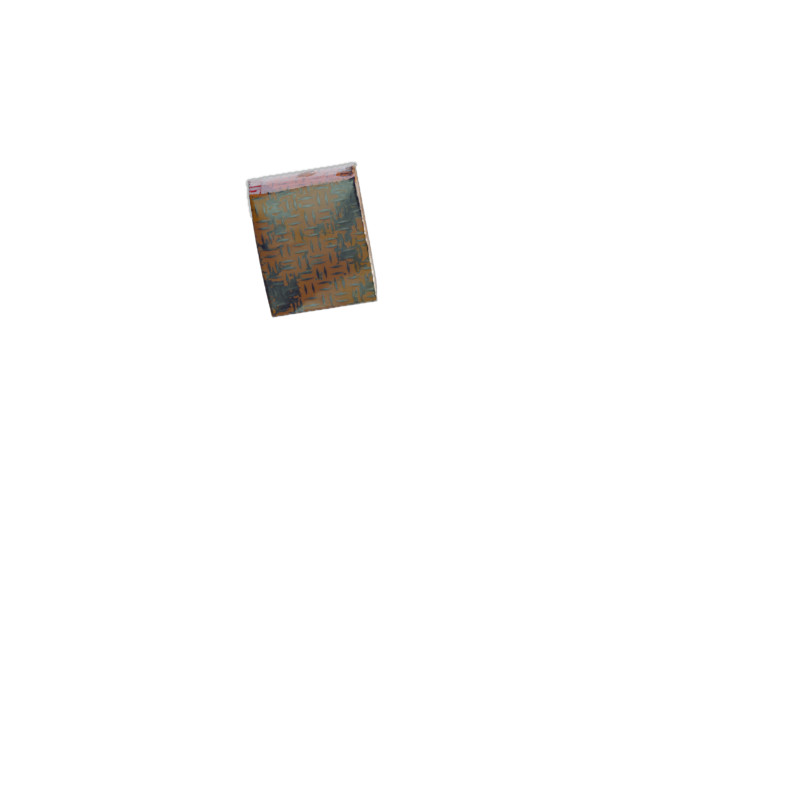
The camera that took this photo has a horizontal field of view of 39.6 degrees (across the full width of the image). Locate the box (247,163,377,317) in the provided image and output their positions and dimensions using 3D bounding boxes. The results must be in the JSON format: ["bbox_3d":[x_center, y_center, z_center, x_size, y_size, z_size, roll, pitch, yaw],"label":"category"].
[{"bbox_3d":[-0.070,-0.128,0.896,0.090,0.107,0.041,-8,25,3],"label":"box"}]
